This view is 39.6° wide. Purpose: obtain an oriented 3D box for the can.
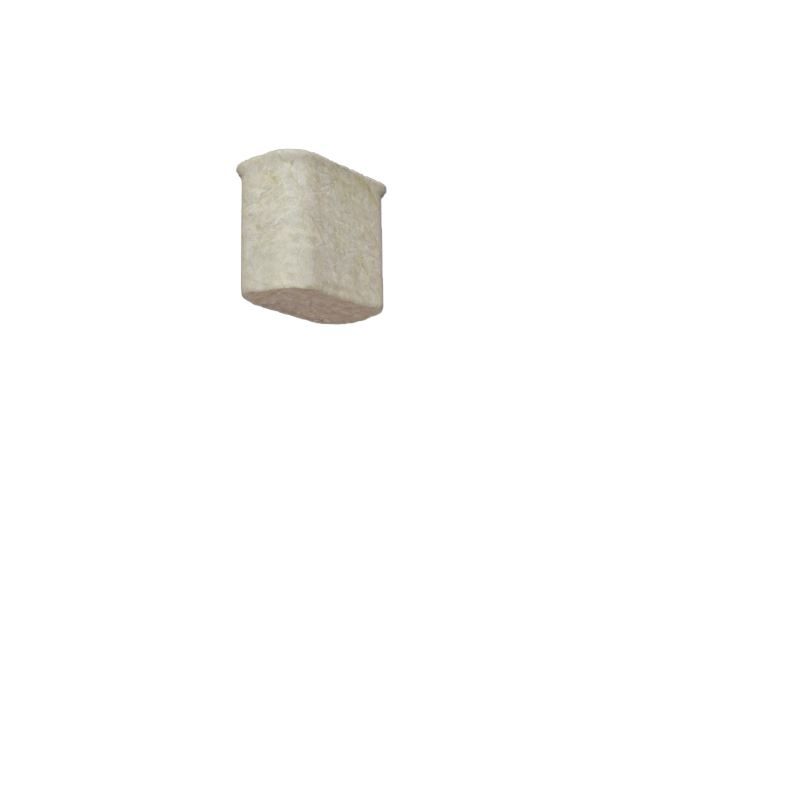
[{"bbox_3d":[-0.053,-0.097,0.680,0.059,0.087,0.096,-12,-17,36],"label":"can"}]
